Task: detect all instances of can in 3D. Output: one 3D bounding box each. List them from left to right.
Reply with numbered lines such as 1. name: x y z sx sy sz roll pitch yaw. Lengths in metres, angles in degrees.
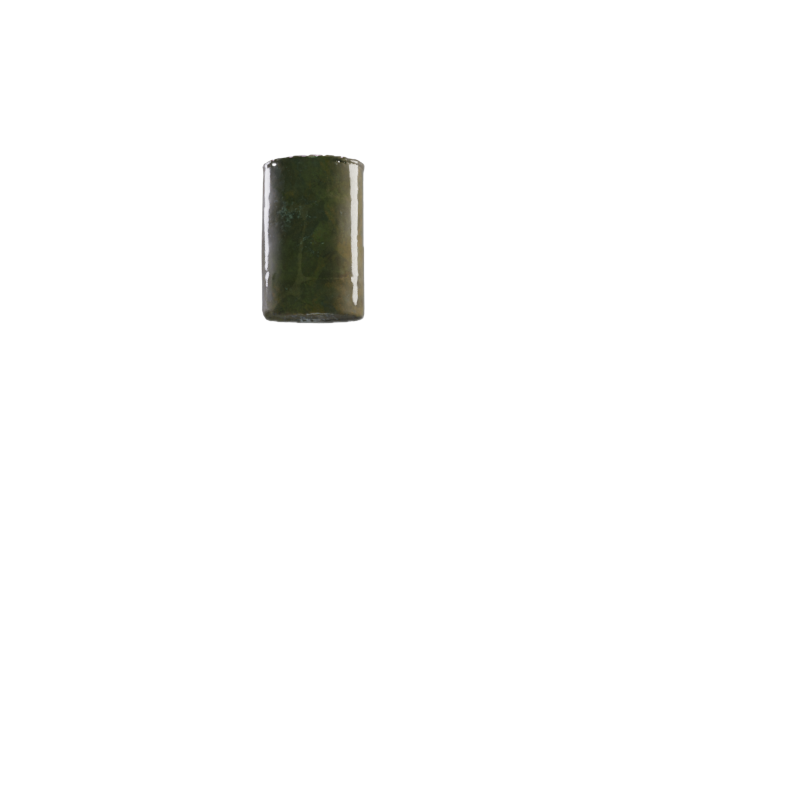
1. can: -0.057 -0.104 0.728 0.068 0.104 0.067 0 -7 -2
